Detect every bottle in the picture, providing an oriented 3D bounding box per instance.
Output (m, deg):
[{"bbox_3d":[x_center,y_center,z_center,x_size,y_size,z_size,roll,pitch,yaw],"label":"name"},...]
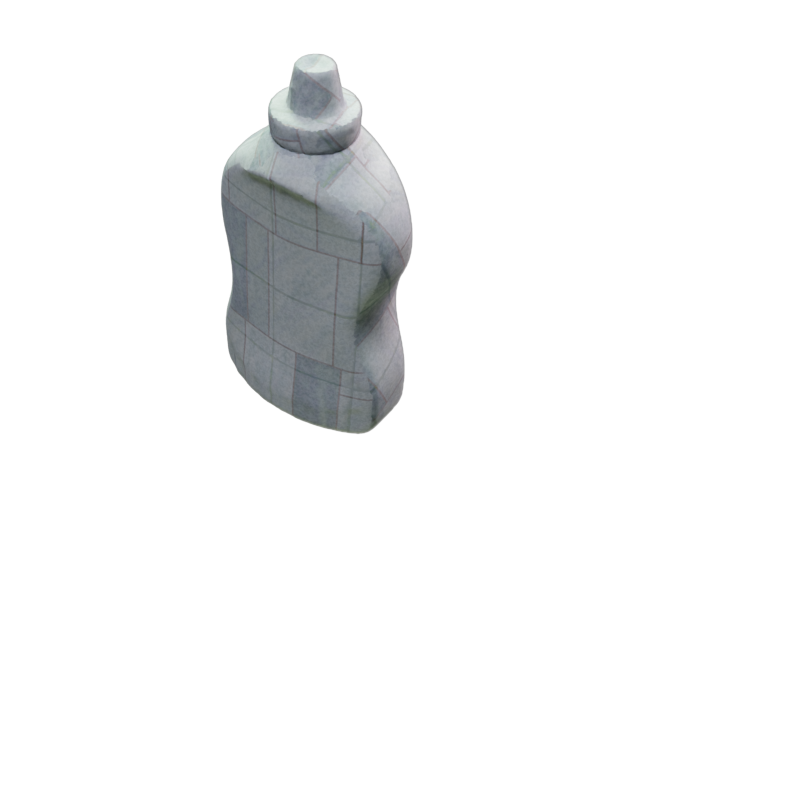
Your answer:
[{"bbox_3d":[-0.041,-0.075,0.524,0.102,0.179,0.059,30,49,26],"label":"bottle"}]
